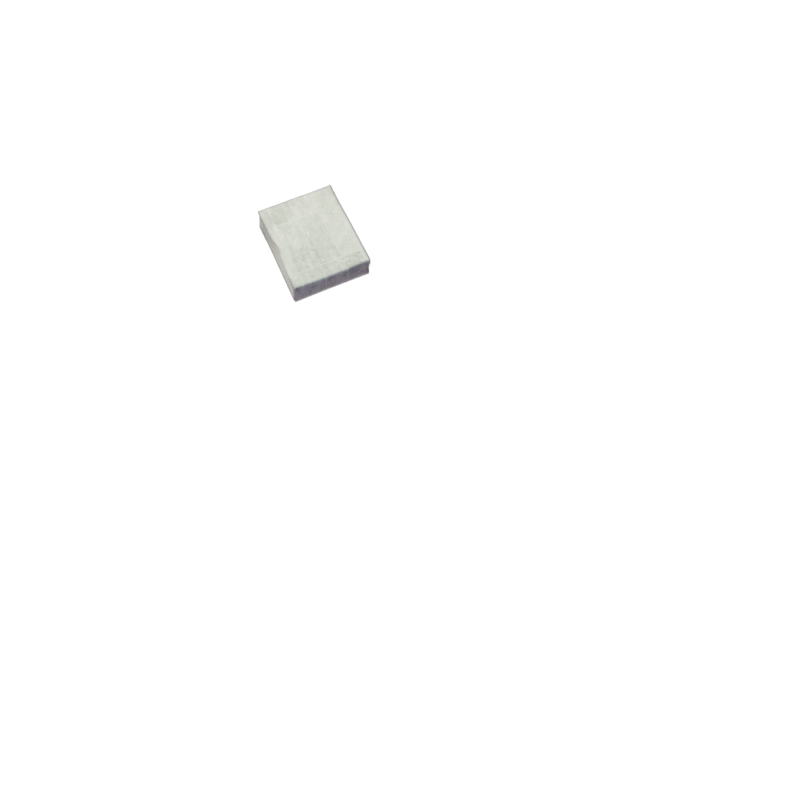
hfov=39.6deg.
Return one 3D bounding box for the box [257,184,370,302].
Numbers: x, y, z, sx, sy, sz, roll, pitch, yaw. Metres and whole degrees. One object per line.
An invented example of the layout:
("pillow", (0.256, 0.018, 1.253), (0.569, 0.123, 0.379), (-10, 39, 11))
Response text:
("box", (-0.078, -0.142, 0.992), (0.073, 0.095, 0.028), (-21, -25, -11))
